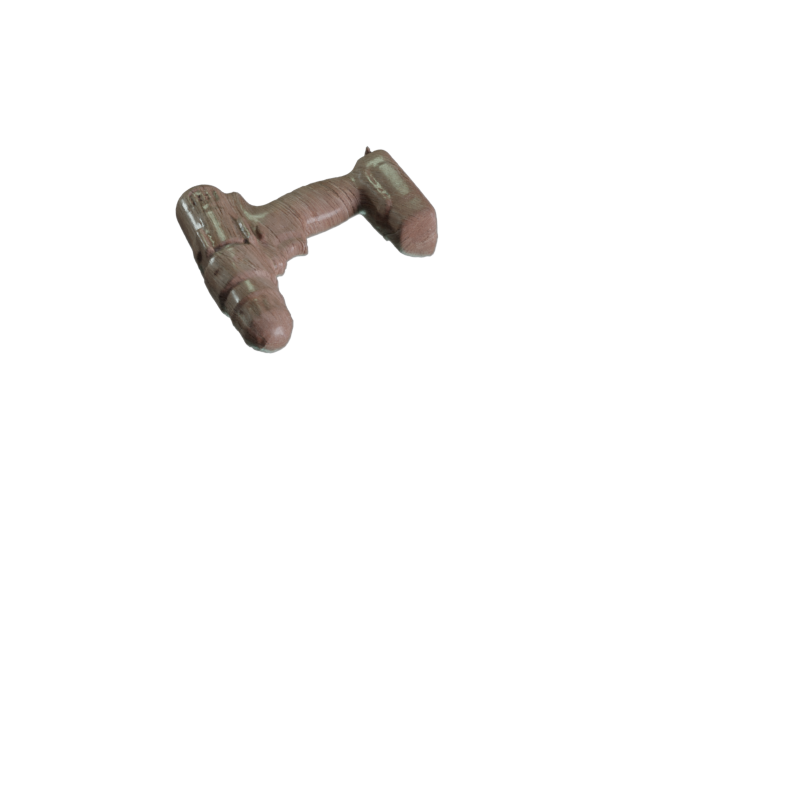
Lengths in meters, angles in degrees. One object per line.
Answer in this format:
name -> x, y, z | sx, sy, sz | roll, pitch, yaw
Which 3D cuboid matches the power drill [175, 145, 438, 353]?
power drill -> -0.069, -0.125, 0.878 | 0.186, 0.053, 0.200 | -18, 49, -17
